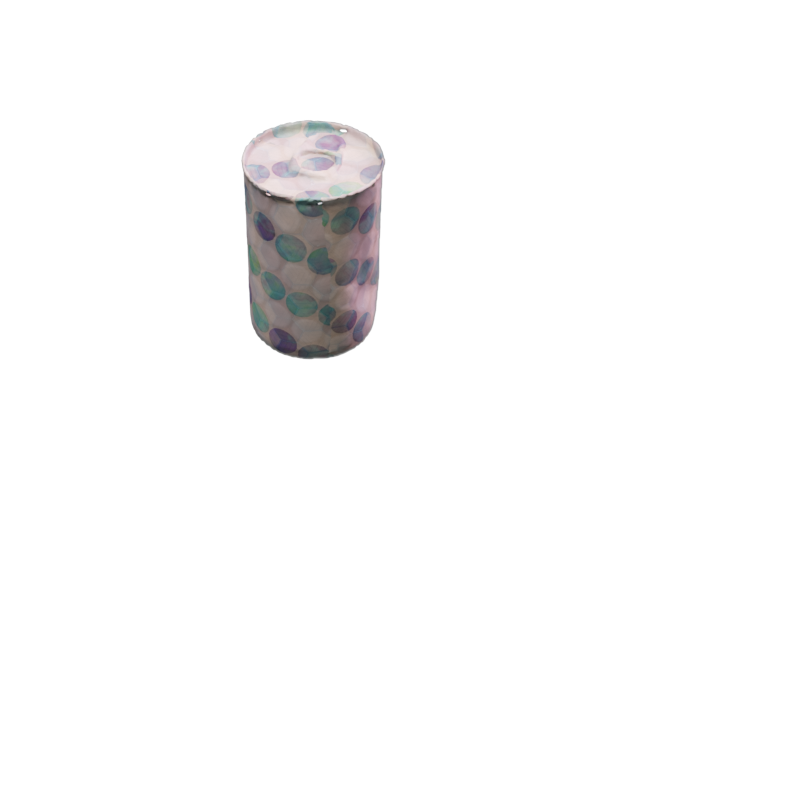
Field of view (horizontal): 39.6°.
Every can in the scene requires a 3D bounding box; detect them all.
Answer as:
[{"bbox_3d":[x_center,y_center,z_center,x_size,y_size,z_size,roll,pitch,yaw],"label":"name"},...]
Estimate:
[{"bbox_3d":[-0.044,-0.079,0.556,0.068,0.095,0.073,0,42,-3],"label":"can"}]
